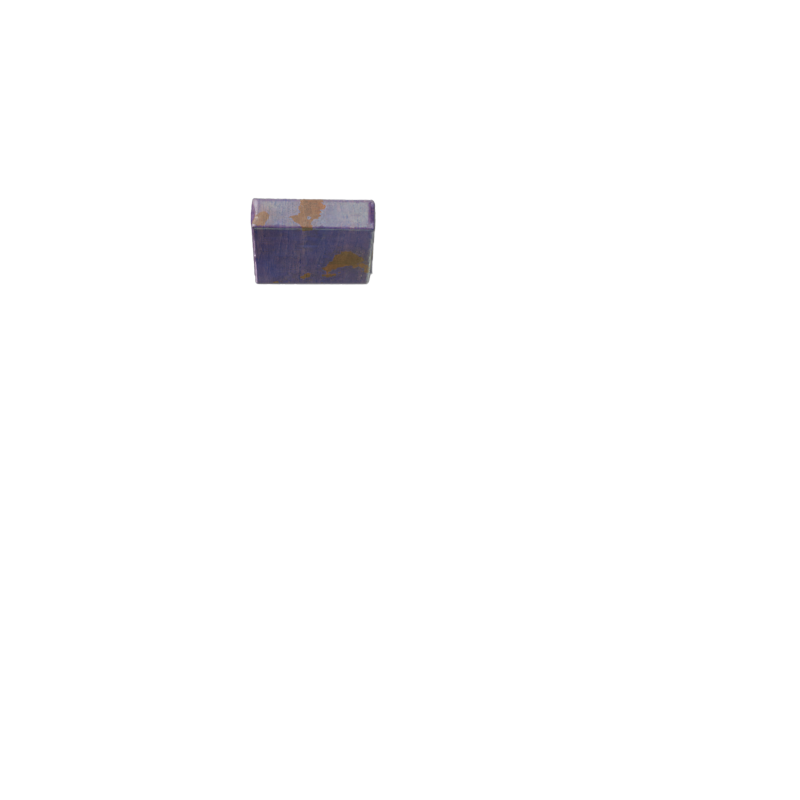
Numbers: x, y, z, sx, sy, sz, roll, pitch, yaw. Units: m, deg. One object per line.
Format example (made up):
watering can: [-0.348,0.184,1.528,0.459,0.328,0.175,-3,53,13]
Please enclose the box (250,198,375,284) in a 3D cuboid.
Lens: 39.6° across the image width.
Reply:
box: [-0.064,-0.116,0.814,0.089,0.032,0.069,0,-30,-1]
